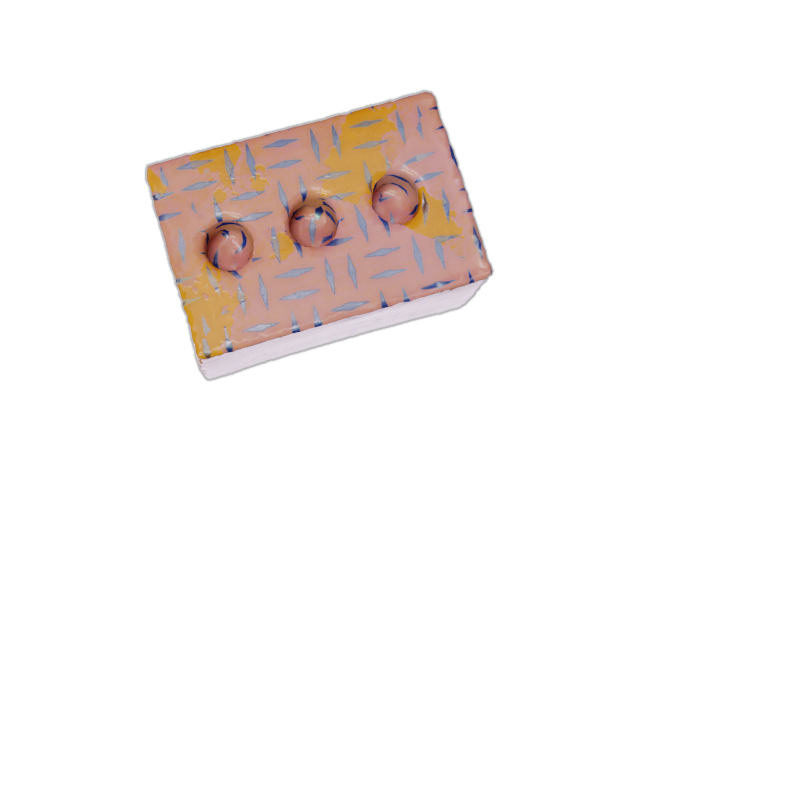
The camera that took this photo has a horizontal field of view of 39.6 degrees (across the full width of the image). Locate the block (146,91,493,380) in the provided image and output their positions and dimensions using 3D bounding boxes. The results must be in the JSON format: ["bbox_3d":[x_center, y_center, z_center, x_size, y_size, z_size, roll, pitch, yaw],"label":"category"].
[{"bbox_3d":[-0.023,-0.043,0.299,0.078,0.054,0.050,-17,-7,-4],"label":"block"}]
